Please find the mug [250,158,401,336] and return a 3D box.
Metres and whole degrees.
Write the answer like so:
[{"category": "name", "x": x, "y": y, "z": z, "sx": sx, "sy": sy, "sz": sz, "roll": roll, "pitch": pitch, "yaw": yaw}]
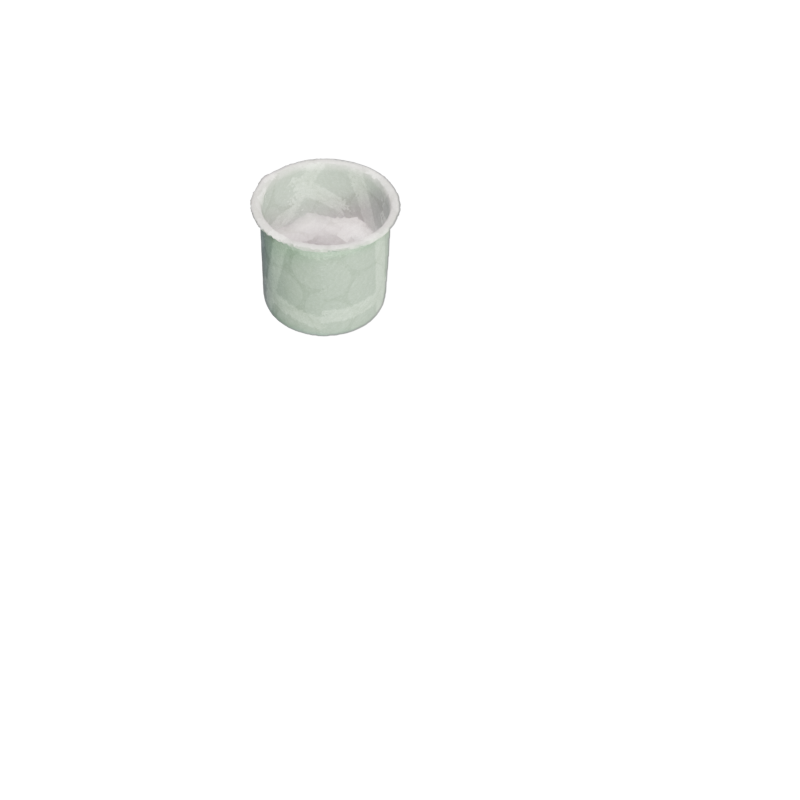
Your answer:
[{"category": "mug", "x": -0.056, "y": -0.103, "z": 0.719, "sx": 0.093, "sy": 0.076, "sz": 0.126, "roll": -30, "pitch": 52, "yaw": -28}]
